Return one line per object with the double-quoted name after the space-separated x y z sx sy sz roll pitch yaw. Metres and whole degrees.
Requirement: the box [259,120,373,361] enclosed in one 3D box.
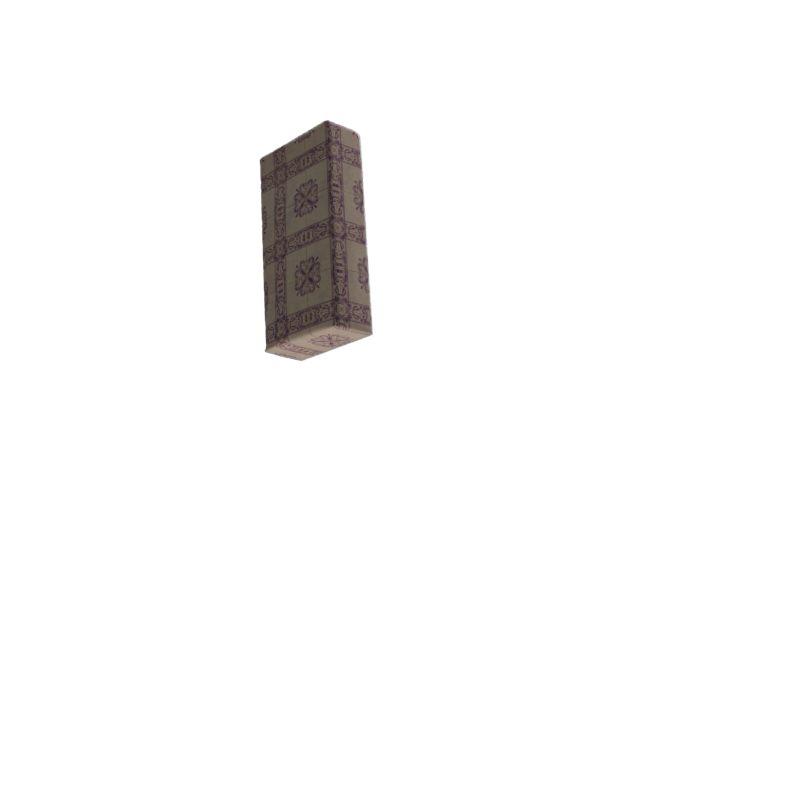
-0.070 -0.129 0.903 0.045 0.185 0.094 17 -27 -40 "box"
